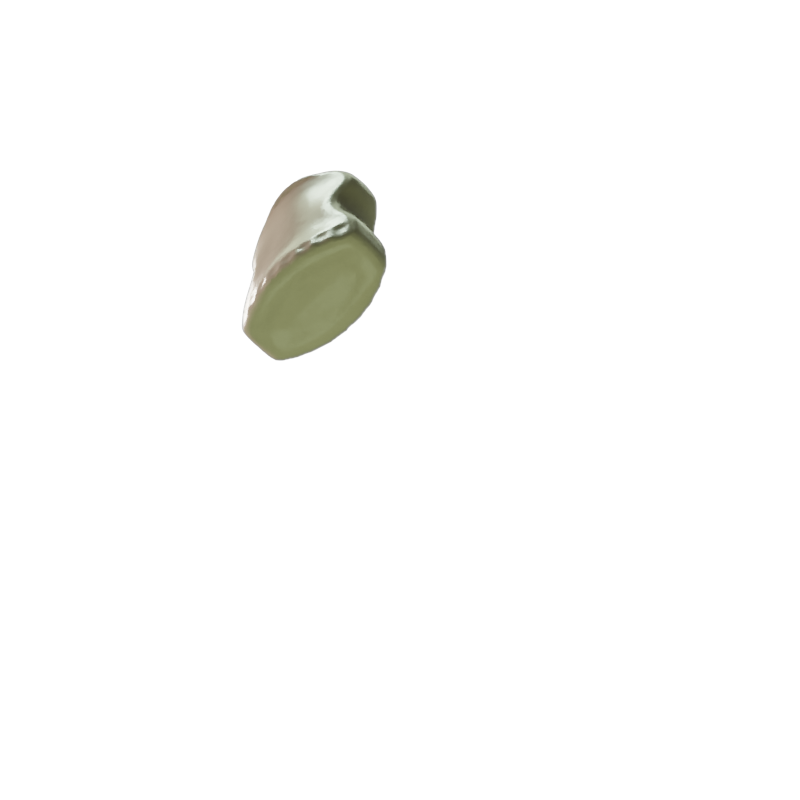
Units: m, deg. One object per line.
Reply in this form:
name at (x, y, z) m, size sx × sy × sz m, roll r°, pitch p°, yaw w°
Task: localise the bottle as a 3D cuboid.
bottle at (-0.058, -0.106, 0.744) m, size 0.056 × 0.095 × 0.203 m, roll 42°, pitch 18°, yaw -22°
